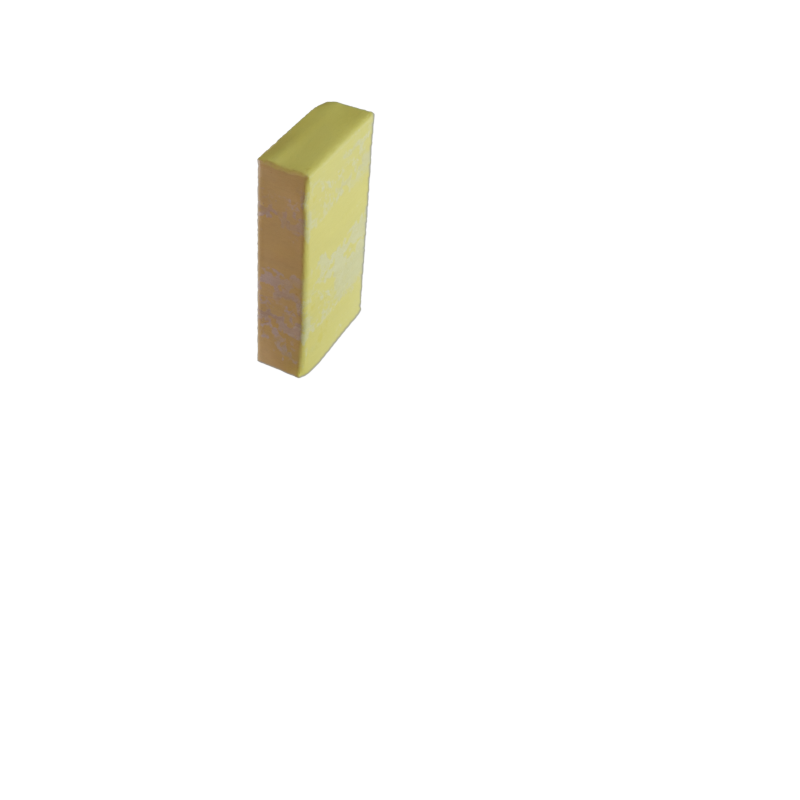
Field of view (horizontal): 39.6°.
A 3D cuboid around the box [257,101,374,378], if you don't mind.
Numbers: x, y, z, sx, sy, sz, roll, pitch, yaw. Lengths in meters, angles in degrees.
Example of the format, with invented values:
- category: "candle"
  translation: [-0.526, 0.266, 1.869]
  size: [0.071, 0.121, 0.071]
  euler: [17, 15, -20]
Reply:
- category: "box"
  translation: [-0.060, -0.110, 0.769]
  size: [0.050, 0.165, 0.096]
  euler: [19, 42, 18]
